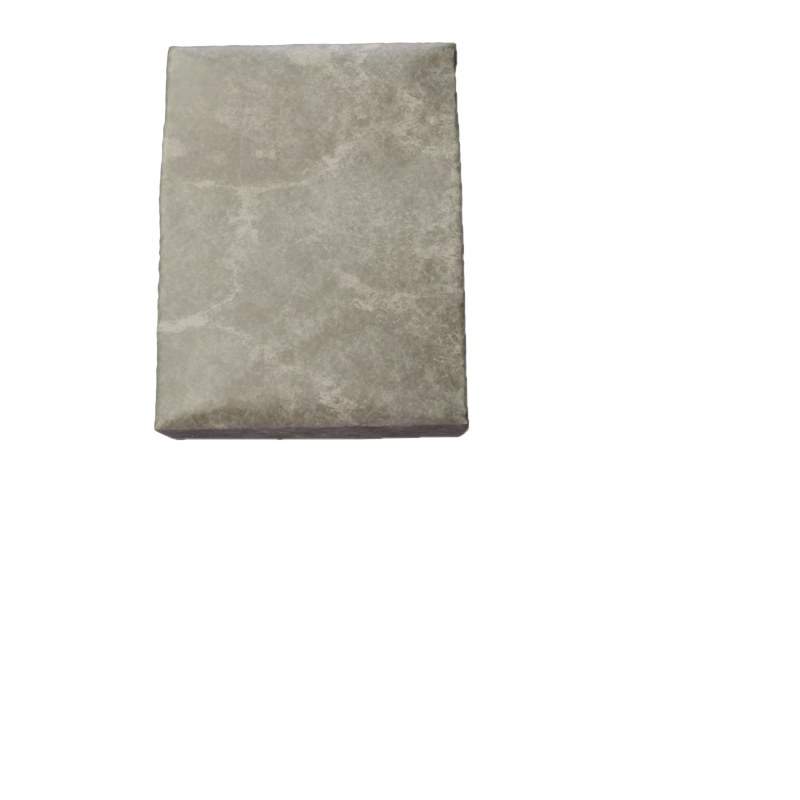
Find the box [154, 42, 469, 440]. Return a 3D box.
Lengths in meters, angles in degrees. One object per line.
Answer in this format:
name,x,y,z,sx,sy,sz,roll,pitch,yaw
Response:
box,-0.048,-0.087,0.611,0.164,0.220,0.069,-1,-12,1
